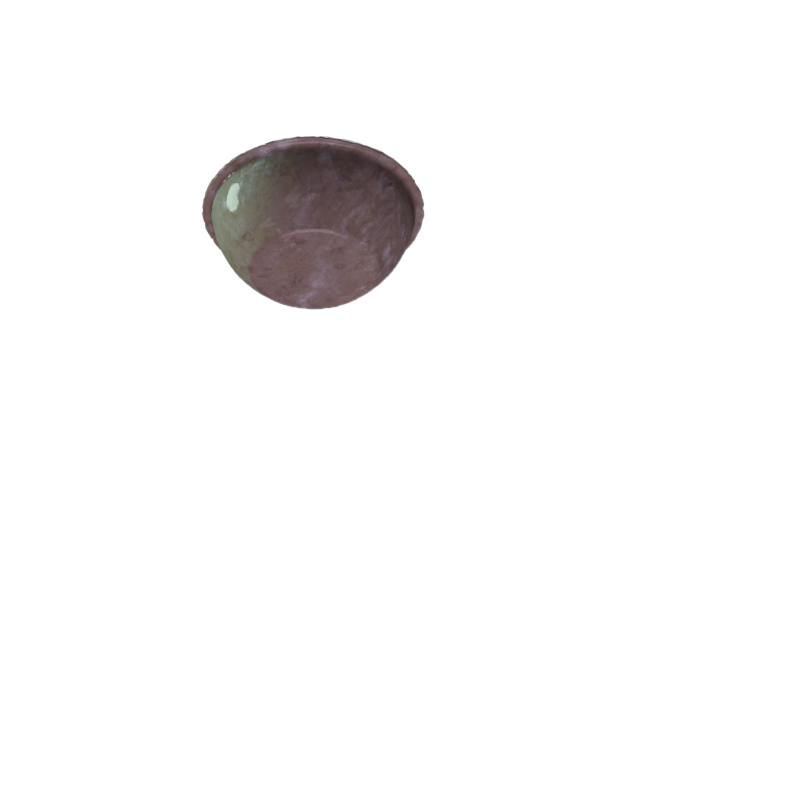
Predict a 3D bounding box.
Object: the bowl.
[{"bbox_3d":[-0.062,-0.113,0.792,0.162,0.059,0.151,1,-34,-2],"label":"bowl"}]
